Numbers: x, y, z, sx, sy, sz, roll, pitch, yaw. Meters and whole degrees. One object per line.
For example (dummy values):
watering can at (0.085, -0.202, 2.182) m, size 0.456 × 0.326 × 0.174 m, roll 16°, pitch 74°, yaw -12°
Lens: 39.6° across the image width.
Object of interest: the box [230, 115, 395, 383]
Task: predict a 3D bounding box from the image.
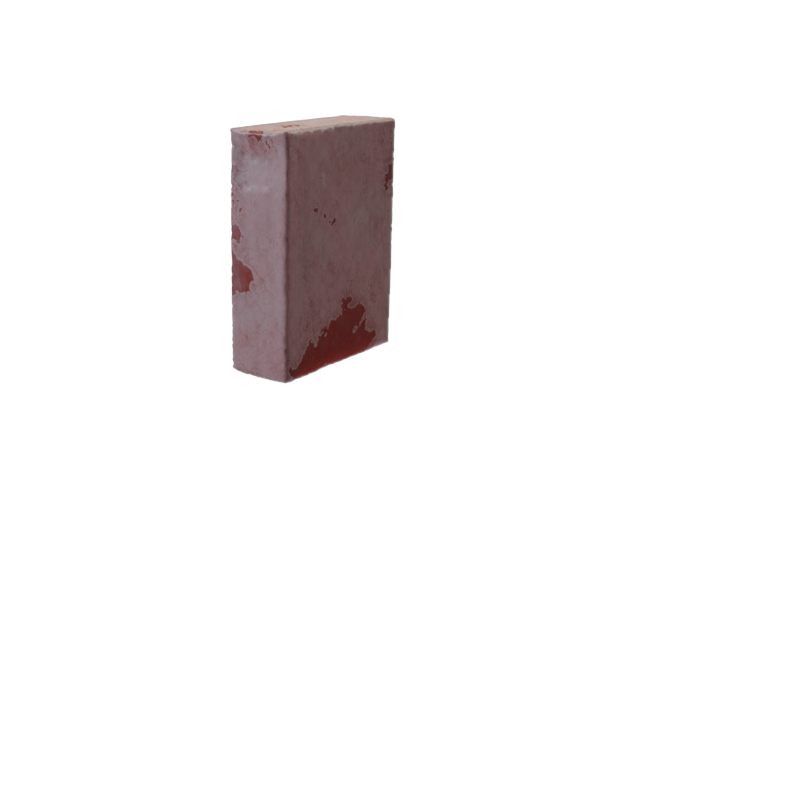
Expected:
box at (-0.077, -0.141, 0.985) m, size 0.075 × 0.208 × 0.162 m, roll 8°, pitch 16°, yaw 32°
